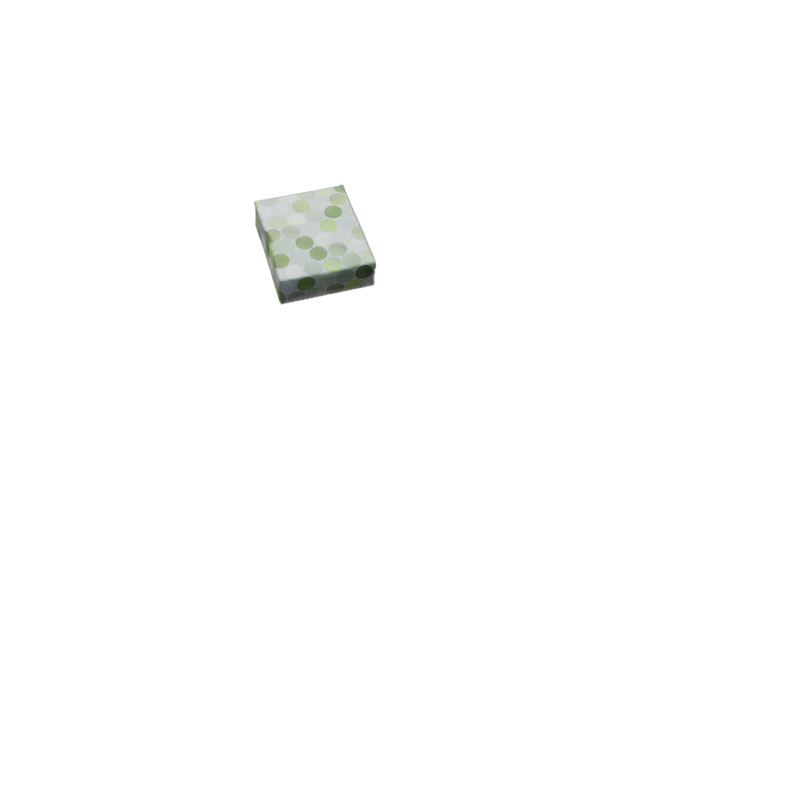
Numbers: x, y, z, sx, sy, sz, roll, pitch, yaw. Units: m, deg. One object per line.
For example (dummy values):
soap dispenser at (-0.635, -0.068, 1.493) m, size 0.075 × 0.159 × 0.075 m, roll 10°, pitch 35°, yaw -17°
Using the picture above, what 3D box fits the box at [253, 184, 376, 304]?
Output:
box at (-0.066, -0.120, 0.837) m, size 0.072 × 0.096 × 0.028 m, roll -12°, pitch -38°, yaw -11°
